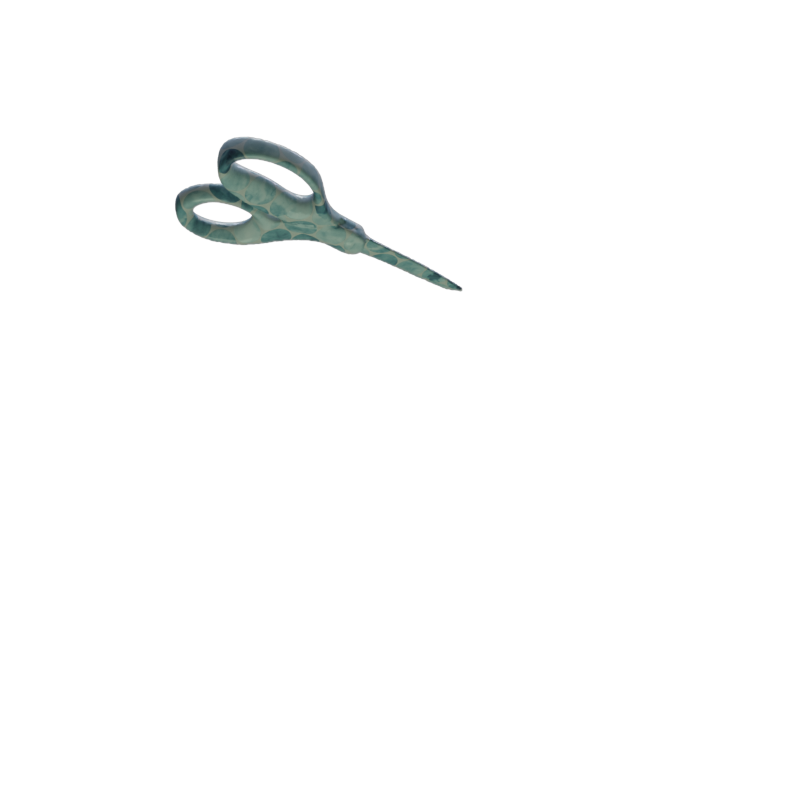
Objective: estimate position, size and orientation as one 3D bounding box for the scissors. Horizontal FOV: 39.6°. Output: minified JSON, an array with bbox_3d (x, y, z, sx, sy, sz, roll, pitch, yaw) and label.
[{"bbox_3d":[-0.051,-0.094,0.657,0.097,0.017,0.187,-16,-30,28],"label":"scissors"}]
